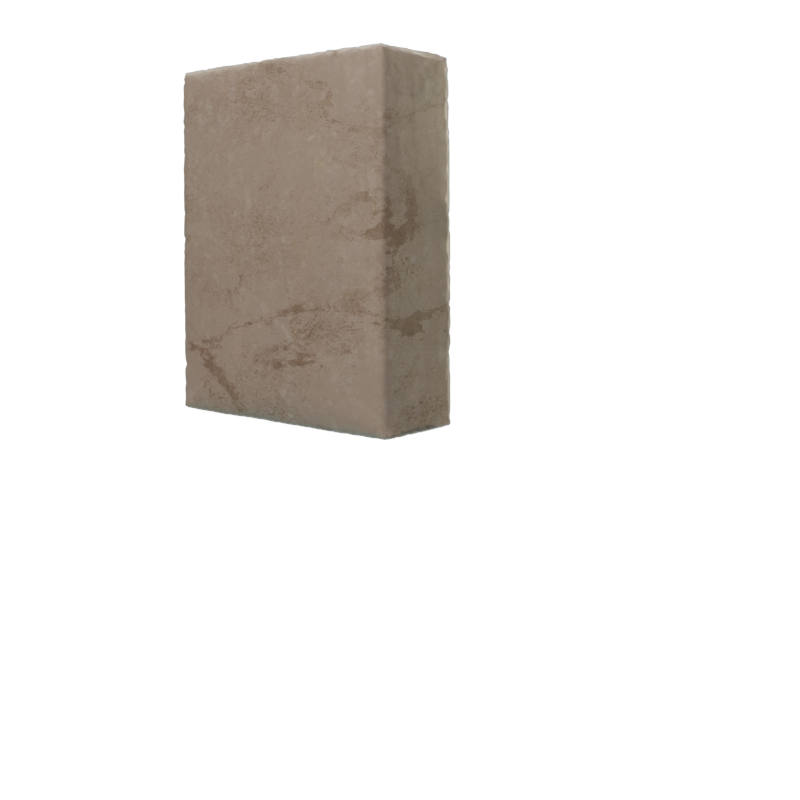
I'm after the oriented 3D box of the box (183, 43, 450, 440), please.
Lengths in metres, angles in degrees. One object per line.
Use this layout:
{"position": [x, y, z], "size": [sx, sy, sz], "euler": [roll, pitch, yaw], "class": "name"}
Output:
{"position": [-0.052, -0.095, 0.666], "size": [0.171, 0.213, 0.069], "euler": [3, 3, 40], "class": "box"}
